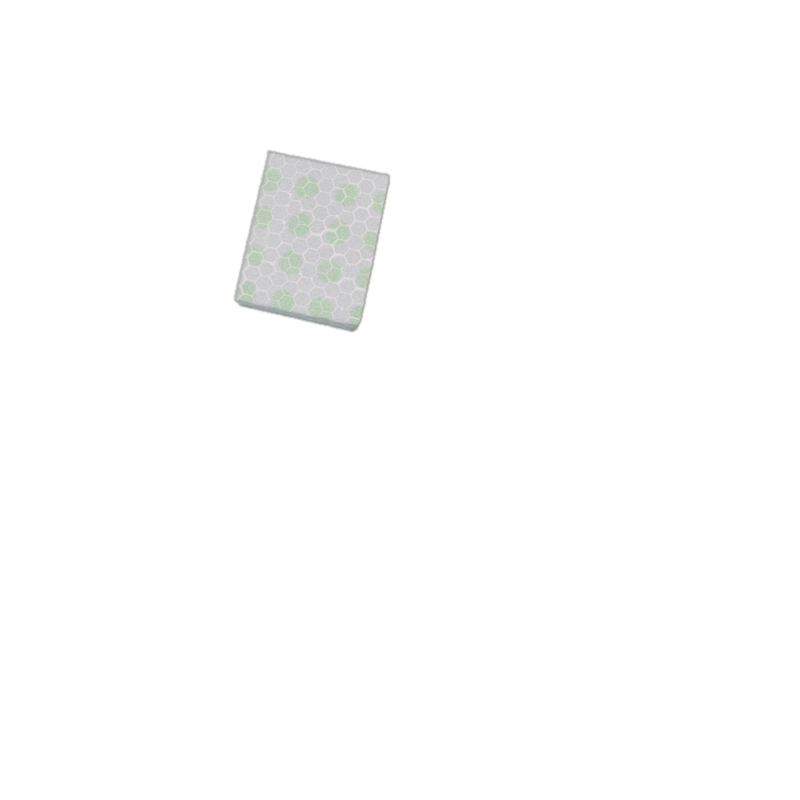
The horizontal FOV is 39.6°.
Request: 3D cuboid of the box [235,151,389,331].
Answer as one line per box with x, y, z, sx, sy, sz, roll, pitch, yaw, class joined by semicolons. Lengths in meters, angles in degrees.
-0.062;-0.114;0.796;0.090;0.116;0.038;11;-10;1;box
